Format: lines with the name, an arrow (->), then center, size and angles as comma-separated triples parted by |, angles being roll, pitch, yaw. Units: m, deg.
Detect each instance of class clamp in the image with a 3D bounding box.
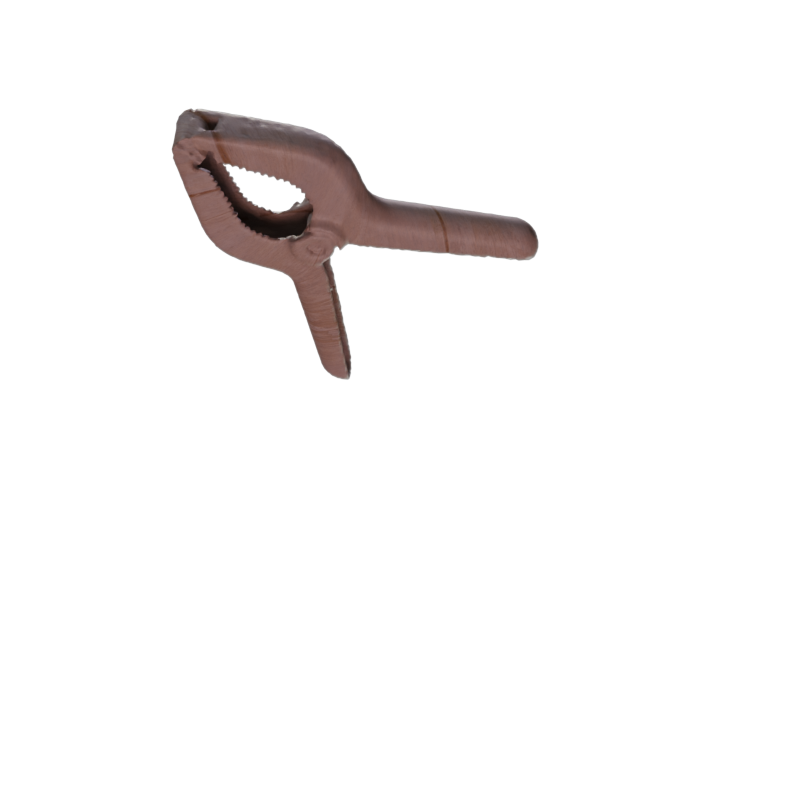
clamp -> -0.050, -0.091, 0.635 | 0.199, 0.039, 0.161 | 28, -51, -26
